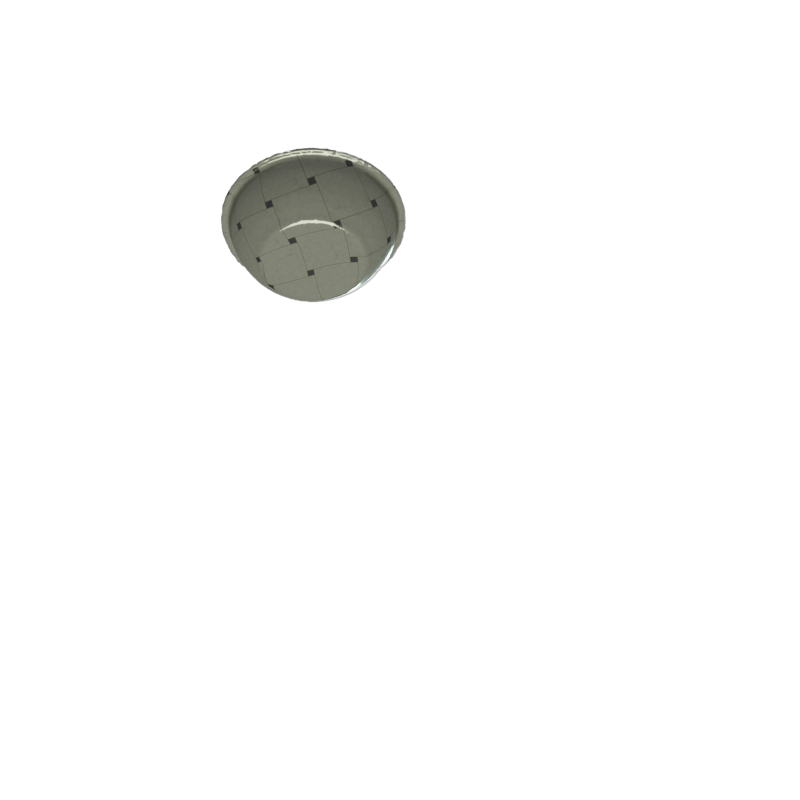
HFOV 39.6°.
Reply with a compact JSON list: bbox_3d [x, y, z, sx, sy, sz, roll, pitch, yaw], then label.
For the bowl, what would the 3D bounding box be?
[{"bbox_3d":[-0.074,-0.136,0.949,0.162,0.151,0.059,1,44,-1],"label":"bowl"}]
